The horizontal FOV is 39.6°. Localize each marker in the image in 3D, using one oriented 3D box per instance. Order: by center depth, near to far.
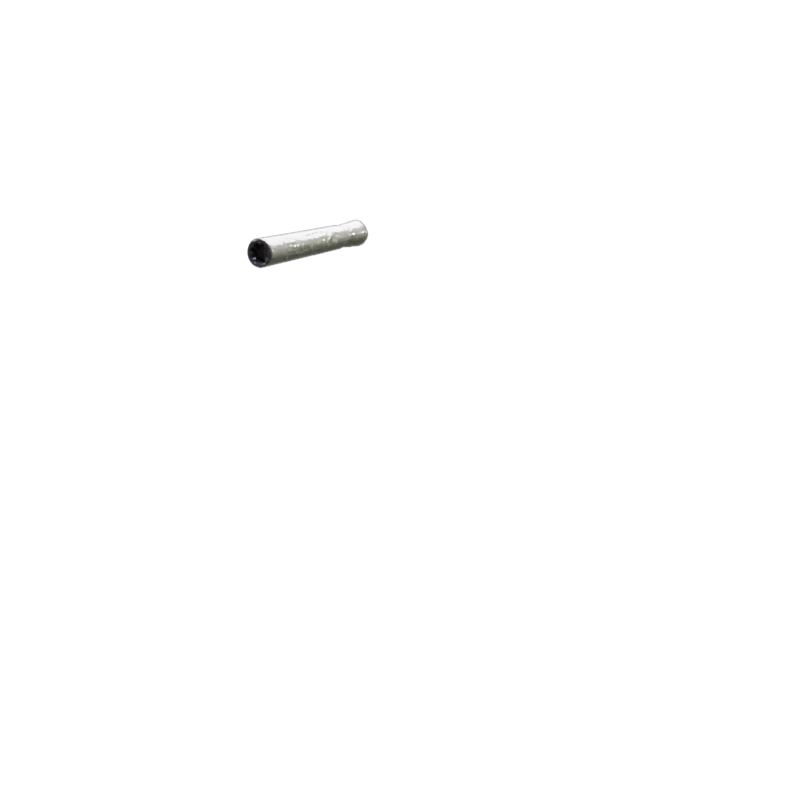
[{"bbox_3d":[-0.057,-0.104,0.731,0.020,0.019,0.119,2,15,31],"label":"marker"}]
